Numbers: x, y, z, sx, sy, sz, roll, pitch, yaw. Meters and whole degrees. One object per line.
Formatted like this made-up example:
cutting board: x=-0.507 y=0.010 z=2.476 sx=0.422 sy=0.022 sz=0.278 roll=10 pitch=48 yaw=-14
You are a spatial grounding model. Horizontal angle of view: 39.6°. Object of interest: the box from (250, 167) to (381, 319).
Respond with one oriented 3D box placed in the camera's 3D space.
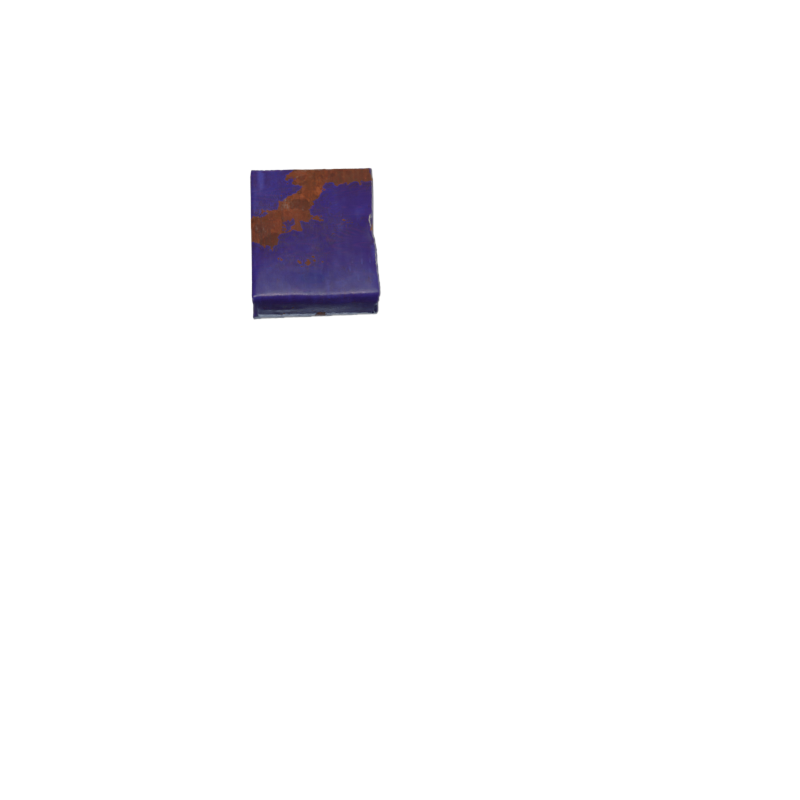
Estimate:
box: x=-0.051 y=-0.092 z=0.647 sx=0.073 sy=0.095 sz=0.028 roll=-2 pitch=-28 yaw=-2
